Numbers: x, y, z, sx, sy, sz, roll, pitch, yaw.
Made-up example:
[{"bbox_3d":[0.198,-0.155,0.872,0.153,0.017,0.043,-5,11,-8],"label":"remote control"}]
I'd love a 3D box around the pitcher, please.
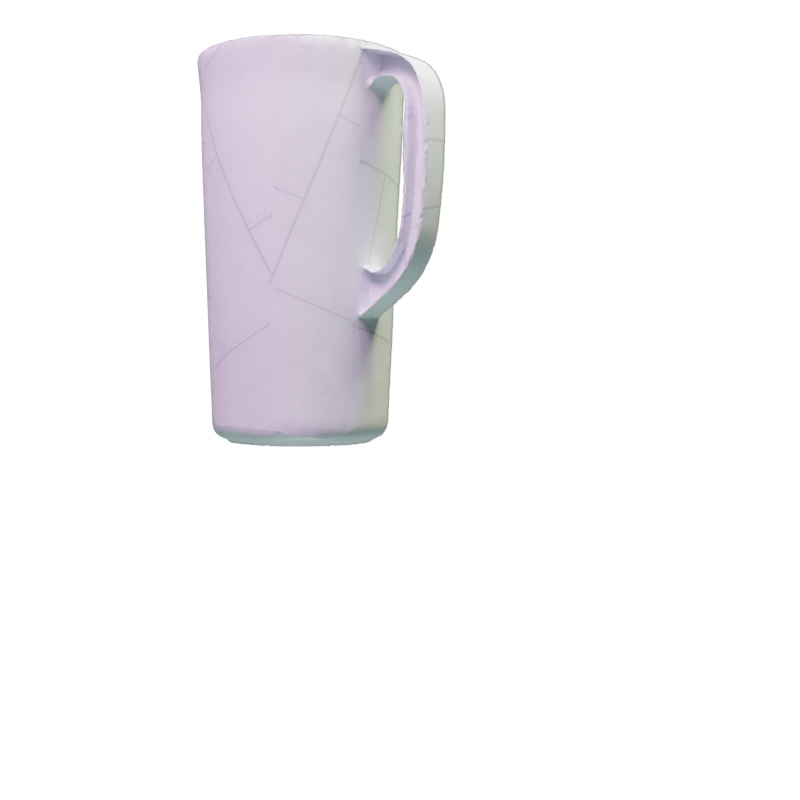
[{"bbox_3d":[-0.053,-0.097,0.681,0.144,0.246,0.149,0,-3,-5],"label":"pitcher"}]
